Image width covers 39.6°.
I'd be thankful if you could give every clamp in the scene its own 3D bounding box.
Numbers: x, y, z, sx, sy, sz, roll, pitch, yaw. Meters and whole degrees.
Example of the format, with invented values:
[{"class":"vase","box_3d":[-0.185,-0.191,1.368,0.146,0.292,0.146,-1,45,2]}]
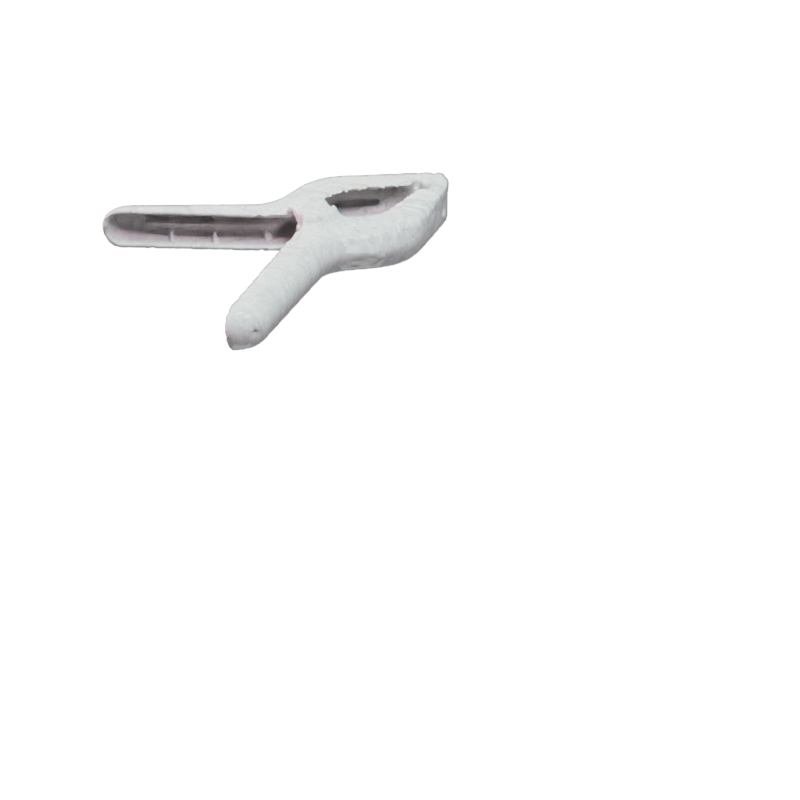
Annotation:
[{"class":"clamp","box_3d":[-0.051,-0.093,0.651,0.207,0.034,0.177,-16,36,-24]}]
